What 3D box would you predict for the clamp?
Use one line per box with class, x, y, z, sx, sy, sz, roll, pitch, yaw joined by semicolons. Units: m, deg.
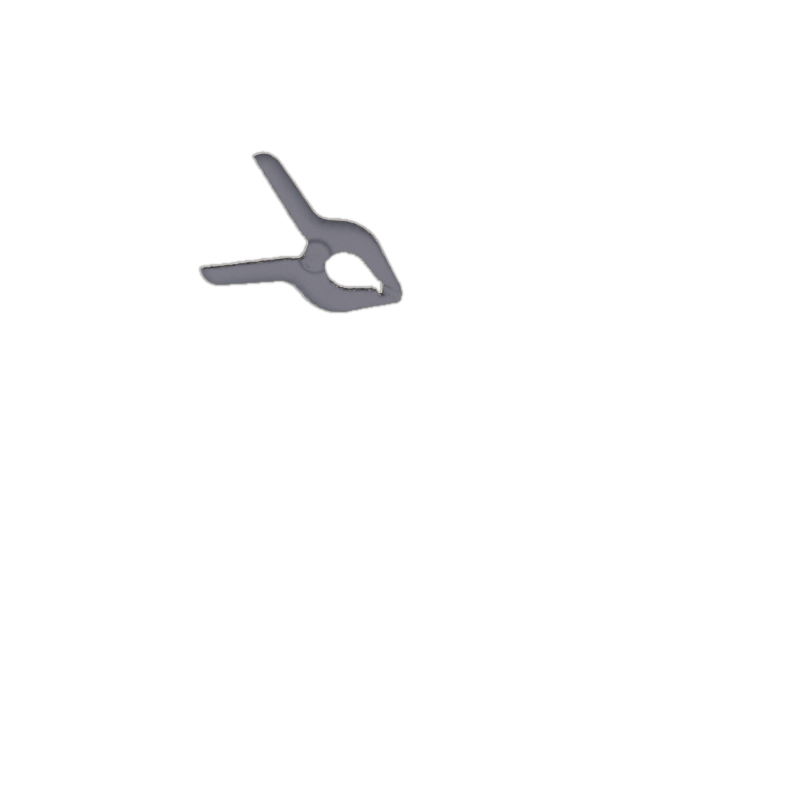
clamp;-0.074;-0.135;0.945;0.170;0.117;0.040;17;12;-4
